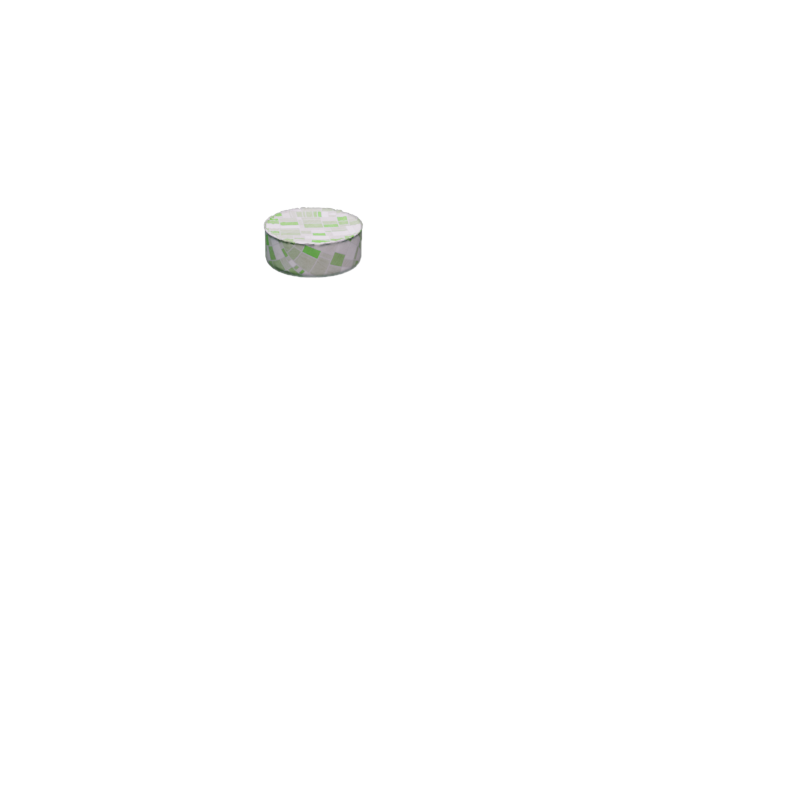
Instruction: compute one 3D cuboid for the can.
[{"bbox_3d":[-0.076,-0.138,0.965,0.086,0.032,0.091,-1,28,-2],"label":"can"}]
